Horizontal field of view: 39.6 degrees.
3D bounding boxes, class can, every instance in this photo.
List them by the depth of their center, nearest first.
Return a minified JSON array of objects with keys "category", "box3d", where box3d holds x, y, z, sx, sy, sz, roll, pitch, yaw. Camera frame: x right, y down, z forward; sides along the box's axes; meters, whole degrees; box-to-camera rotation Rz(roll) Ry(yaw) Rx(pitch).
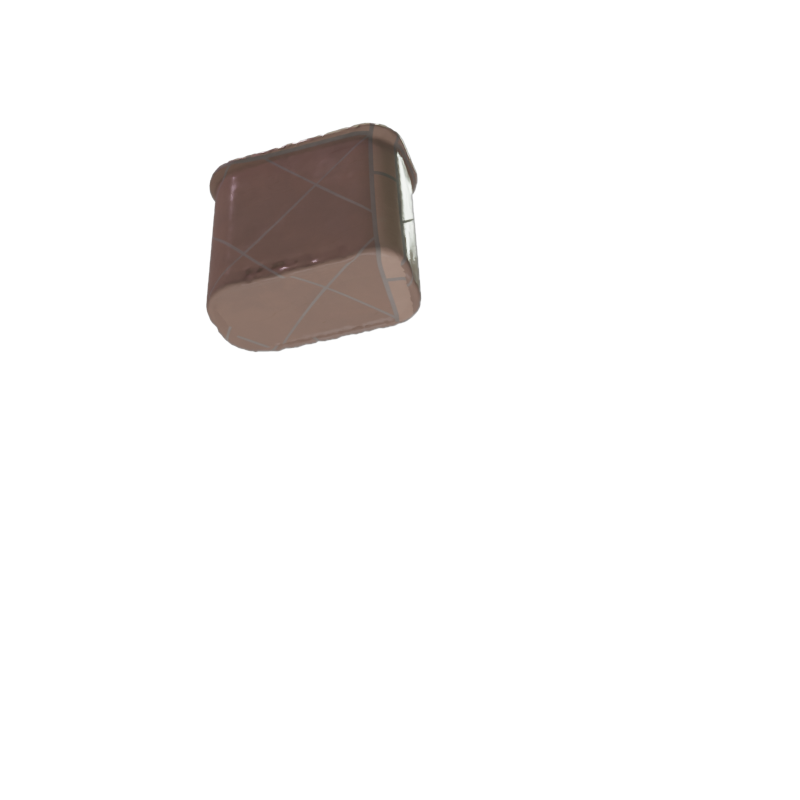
[{"category":"can","box3d":[-0.041,-0.075,0.528,0.103,0.090,0.053,-13,-41,13]}]
